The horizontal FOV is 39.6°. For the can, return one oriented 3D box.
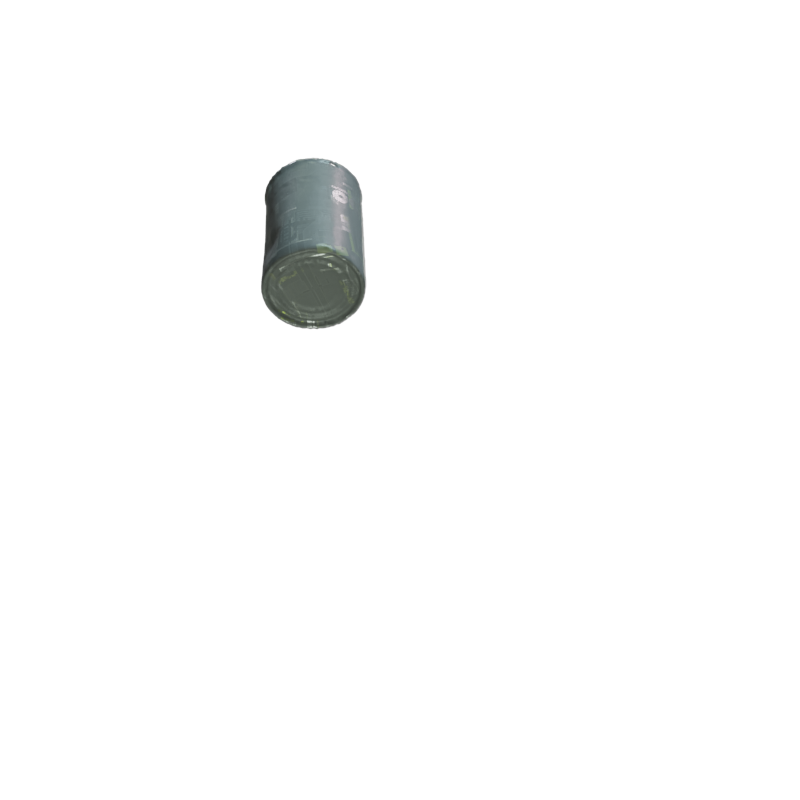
[{"bbox_3d":[-0.057,-0.105,0.732,0.068,0.064,0.110,-1,41,-3],"label":"can"}]
